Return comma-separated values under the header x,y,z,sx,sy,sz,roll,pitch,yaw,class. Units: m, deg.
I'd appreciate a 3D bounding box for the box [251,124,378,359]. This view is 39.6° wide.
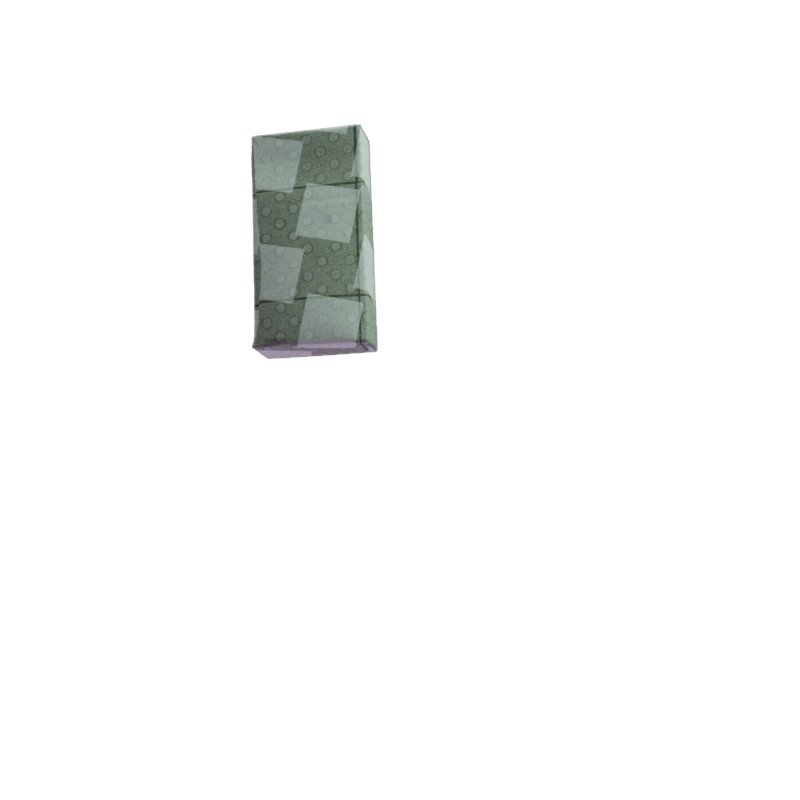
x,y,z,sx,sy,sz,roll,pitch,yaw,class
-0.068,-0.125,0.873,0.095,0.184,0.045,-5,-17,12,box
